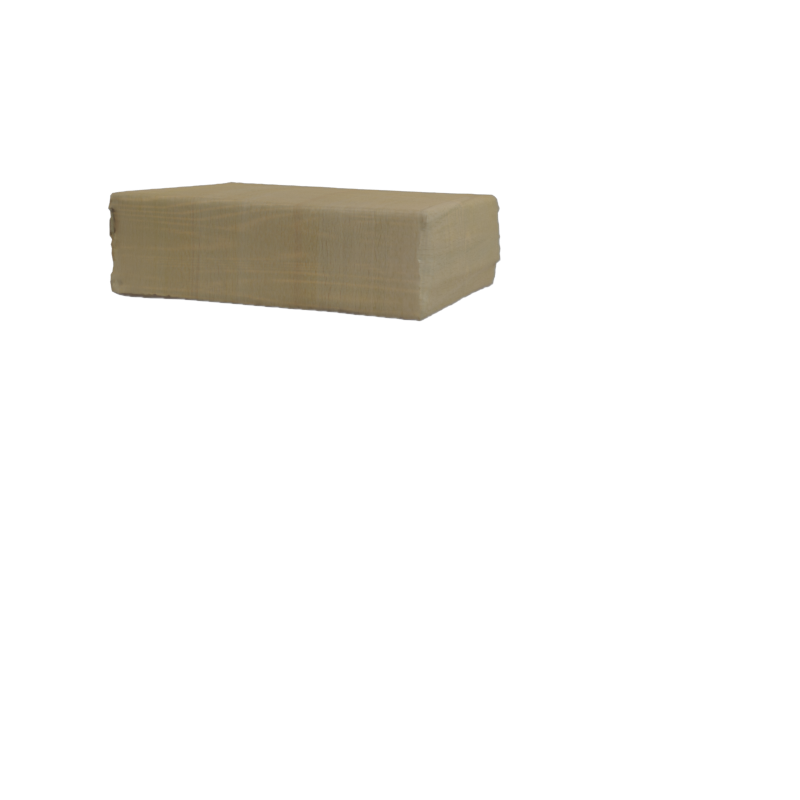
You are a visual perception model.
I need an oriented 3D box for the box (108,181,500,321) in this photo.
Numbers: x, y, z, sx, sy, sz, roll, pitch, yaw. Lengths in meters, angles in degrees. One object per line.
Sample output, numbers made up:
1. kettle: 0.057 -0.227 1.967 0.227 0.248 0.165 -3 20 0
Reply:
1. box: -0.030 -0.055 0.386 0.117 0.038 0.089 4 12 20
